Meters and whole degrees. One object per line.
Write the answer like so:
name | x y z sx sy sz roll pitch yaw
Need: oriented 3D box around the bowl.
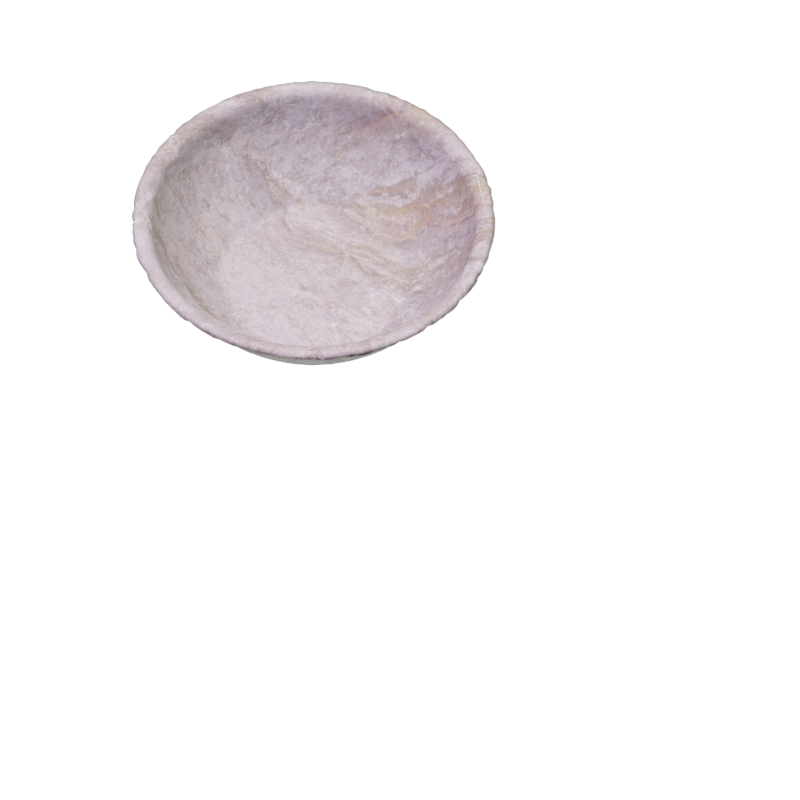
bowl | -0.040 -0.073 0.515 0.162 0.174 0.051 -1 -36 -1
